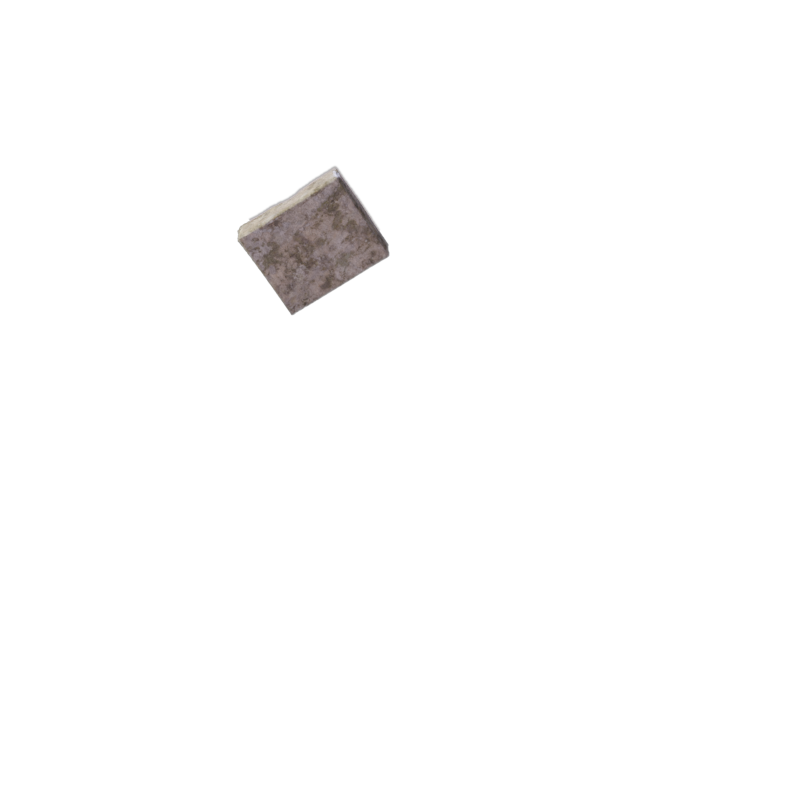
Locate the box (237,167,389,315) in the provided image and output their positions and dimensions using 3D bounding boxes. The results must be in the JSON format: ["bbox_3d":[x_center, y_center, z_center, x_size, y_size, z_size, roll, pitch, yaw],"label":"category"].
[{"bbox_3d":[-0.064,-0.117,0.817,0.089,0.070,0.032,-31,20,11],"label":"box"}]
